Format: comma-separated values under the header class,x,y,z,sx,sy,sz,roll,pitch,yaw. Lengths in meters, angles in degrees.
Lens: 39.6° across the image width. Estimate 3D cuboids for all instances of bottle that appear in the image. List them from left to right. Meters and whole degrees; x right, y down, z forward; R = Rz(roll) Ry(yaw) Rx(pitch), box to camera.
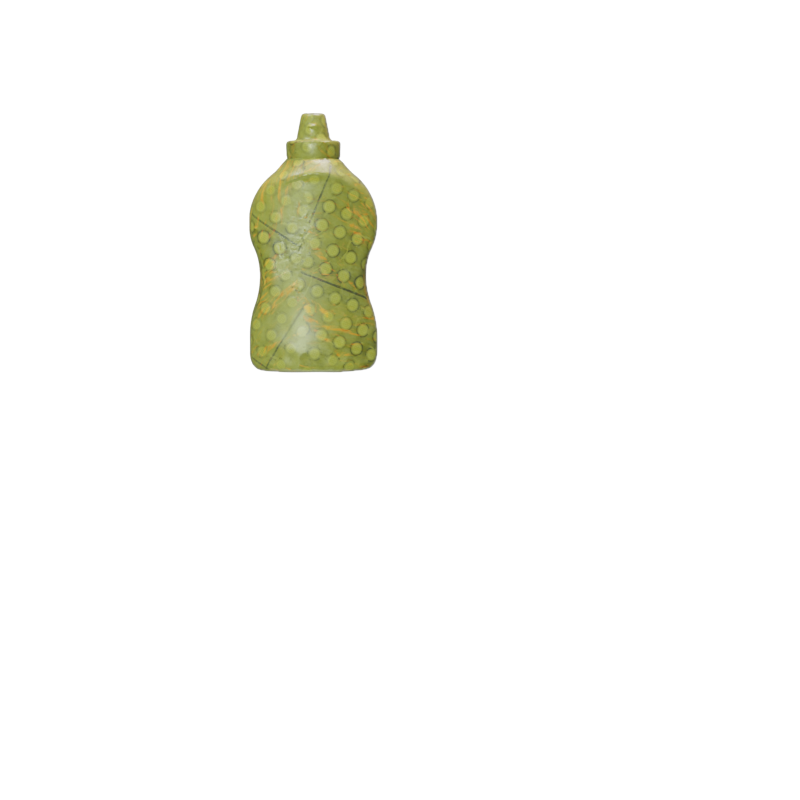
class,x,y,z,sx,sy,sz,roll,pitch,yaw
bottle,-0.065,-0.119,0.835,0.096,0.190,0.059,0,3,-2
